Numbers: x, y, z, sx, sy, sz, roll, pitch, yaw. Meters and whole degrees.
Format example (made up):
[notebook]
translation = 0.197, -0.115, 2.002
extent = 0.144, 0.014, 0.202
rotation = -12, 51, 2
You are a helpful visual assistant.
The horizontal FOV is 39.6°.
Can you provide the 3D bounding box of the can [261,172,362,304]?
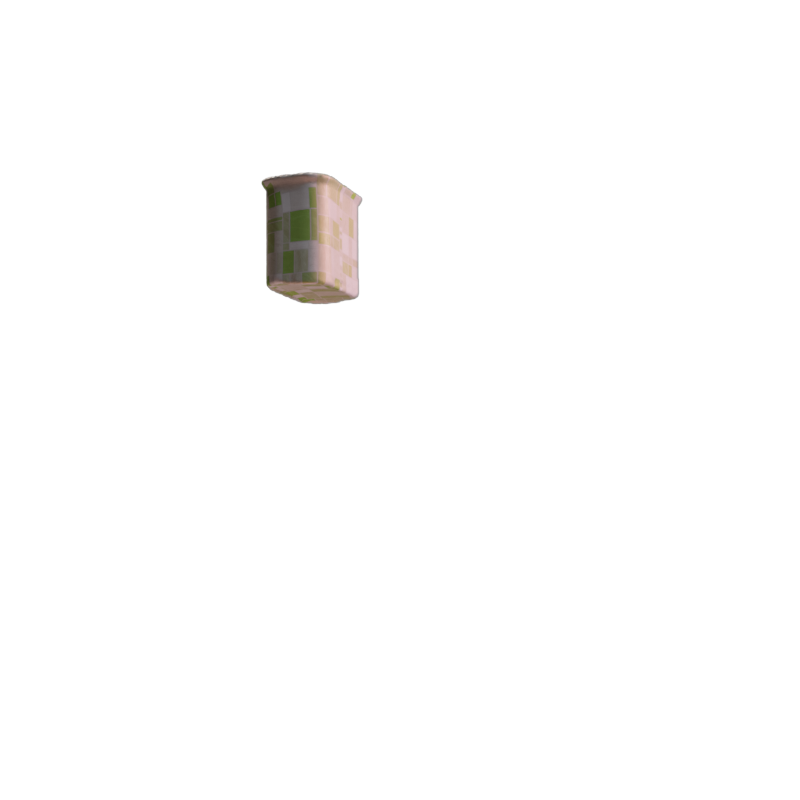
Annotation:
[can]
translation = -0.068, -0.123, 0.864
extent = 0.059, 0.086, 0.097
rotation = -4, -8, 18
